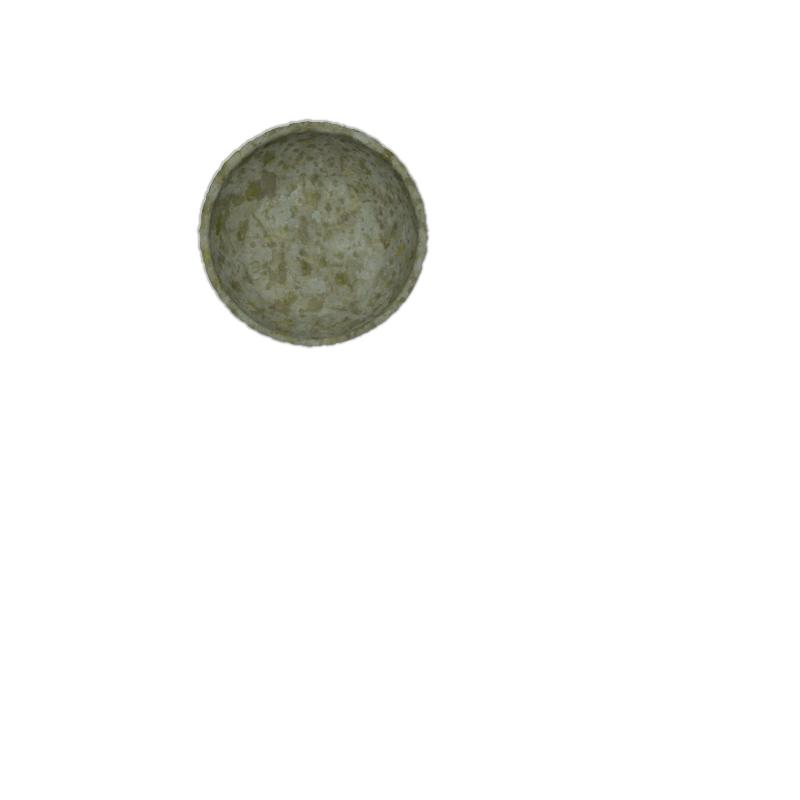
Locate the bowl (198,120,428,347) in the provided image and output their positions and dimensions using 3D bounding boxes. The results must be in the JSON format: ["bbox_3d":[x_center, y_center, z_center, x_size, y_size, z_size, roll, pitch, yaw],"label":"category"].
[{"bbox_3d":[-0.059,-0.108,0.758,0.162,0.158,0.056,0,11,-1],"label":"bowl"}]
